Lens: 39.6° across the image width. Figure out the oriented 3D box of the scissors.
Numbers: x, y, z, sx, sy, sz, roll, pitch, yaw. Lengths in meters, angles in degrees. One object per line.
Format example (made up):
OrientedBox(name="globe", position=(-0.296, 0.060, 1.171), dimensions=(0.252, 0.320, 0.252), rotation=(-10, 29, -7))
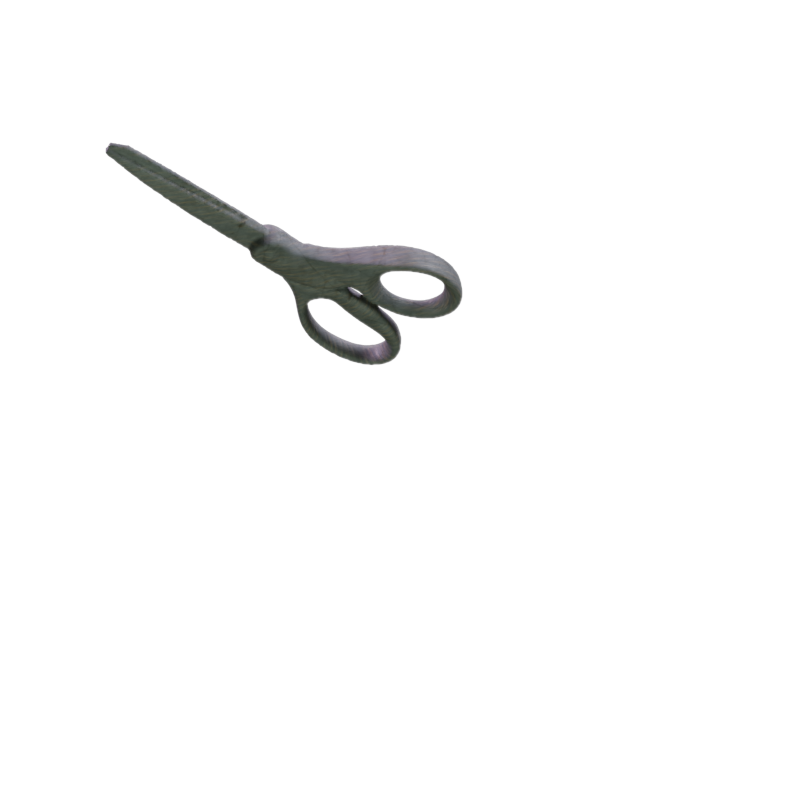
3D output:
OrientedBox(name="scissors", position=(-0.042, -0.076, 0.535), dimensions=(0.097, 0.017, 0.186), rotation=(-18, -40, 23))
